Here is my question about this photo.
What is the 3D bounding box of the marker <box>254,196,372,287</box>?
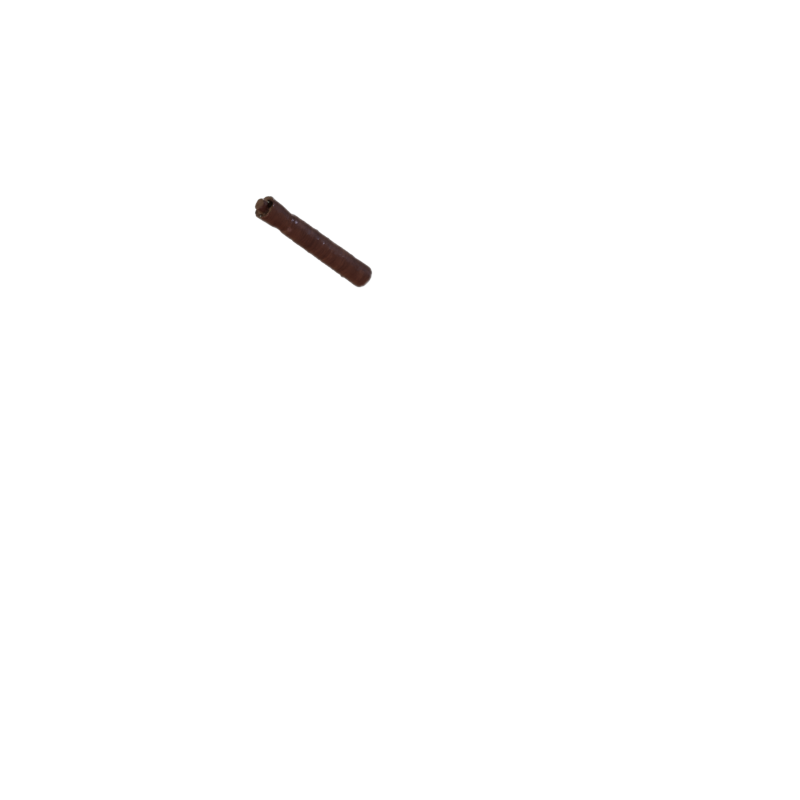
[{"bbox_3d":[-0.066,-0.120,0.840,0.021,0.020,0.113,4,-21,47],"label":"marker"}]
